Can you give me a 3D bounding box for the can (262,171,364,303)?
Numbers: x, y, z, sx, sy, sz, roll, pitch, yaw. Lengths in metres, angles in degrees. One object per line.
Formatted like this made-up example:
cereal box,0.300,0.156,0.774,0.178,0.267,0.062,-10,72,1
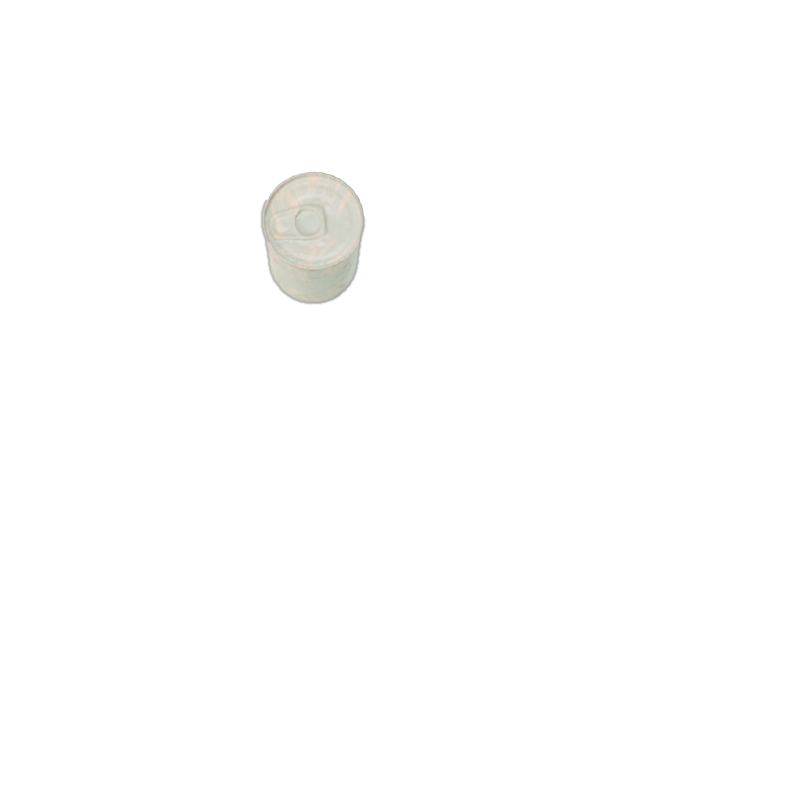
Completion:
can,-0.061,-0.111,0.780,0.068,0.071,0.099,0,-12,-3
